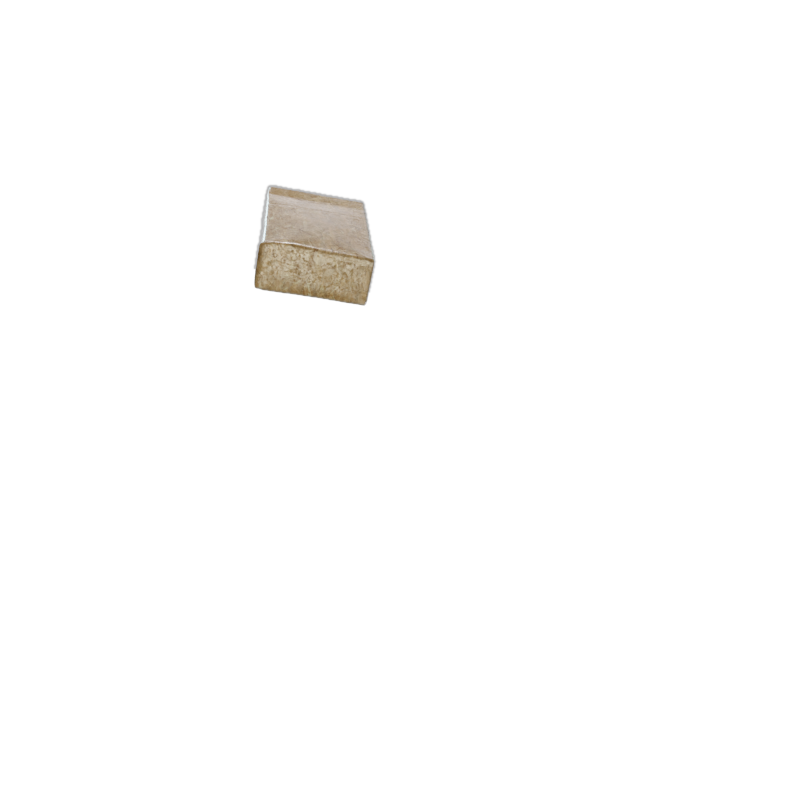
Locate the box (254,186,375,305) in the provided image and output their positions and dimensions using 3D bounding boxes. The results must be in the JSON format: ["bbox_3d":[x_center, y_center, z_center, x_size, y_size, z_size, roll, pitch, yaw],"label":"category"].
[{"bbox_3d":[-0.074,-0.136,0.952,0.093,0.046,0.184,9,21,-7],"label":"box"}]
